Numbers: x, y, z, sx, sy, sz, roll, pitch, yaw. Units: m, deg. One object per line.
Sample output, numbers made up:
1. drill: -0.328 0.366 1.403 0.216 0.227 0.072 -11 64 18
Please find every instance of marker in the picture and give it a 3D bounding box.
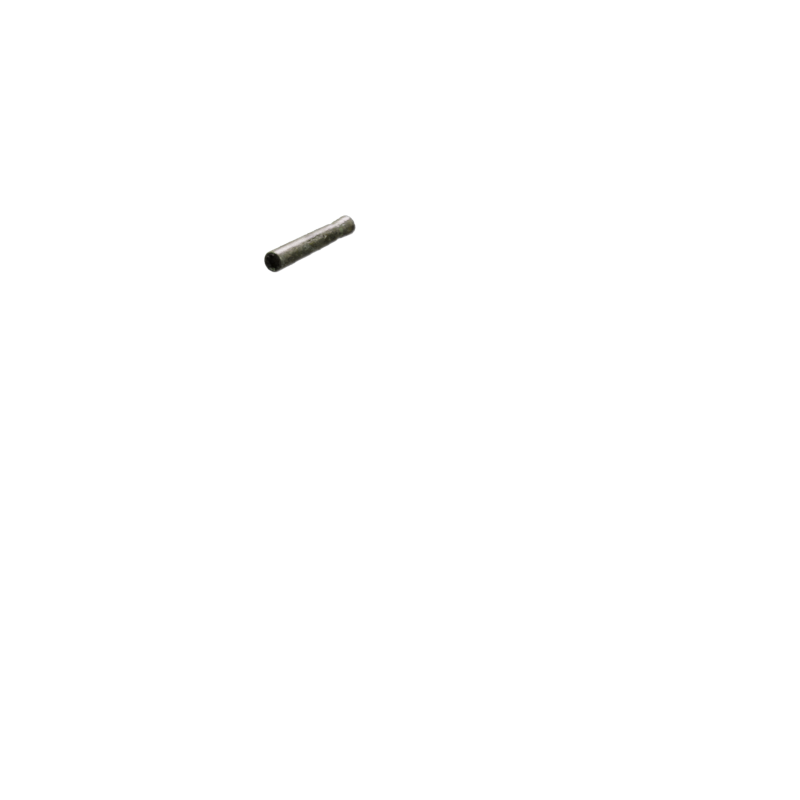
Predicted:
1. marker: -0.077 -0.140 0.980 0.020 0.019 0.121 2 24 33
